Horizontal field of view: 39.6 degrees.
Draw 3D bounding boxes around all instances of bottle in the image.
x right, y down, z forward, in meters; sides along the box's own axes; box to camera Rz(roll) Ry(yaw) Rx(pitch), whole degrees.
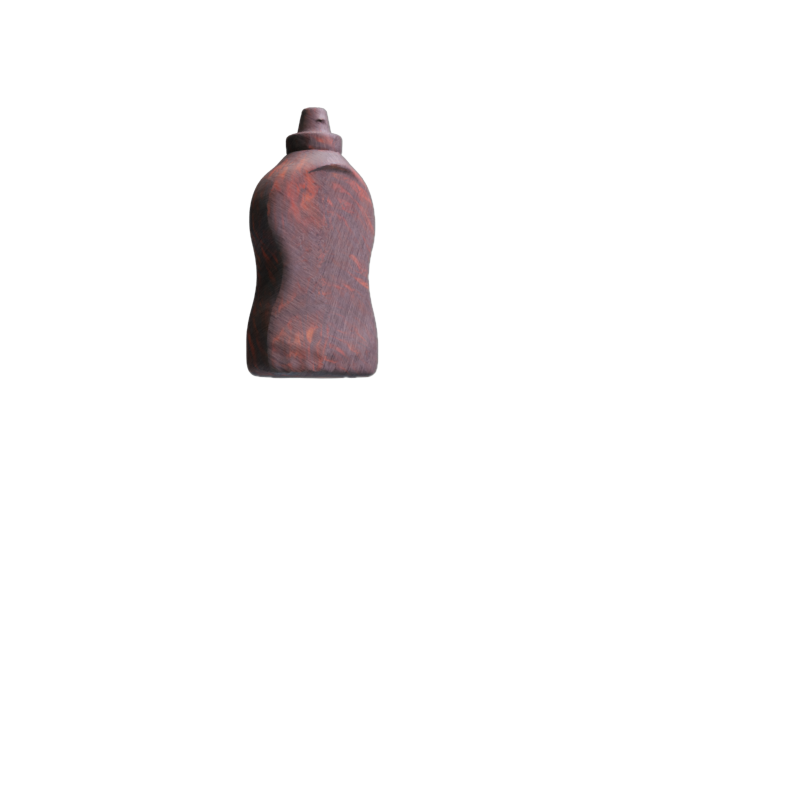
[{"bbox_3d":[-0.061,-0.112,0.785,0.092,0.195,0.060,4,-9,-34],"label":"bottle"}]
